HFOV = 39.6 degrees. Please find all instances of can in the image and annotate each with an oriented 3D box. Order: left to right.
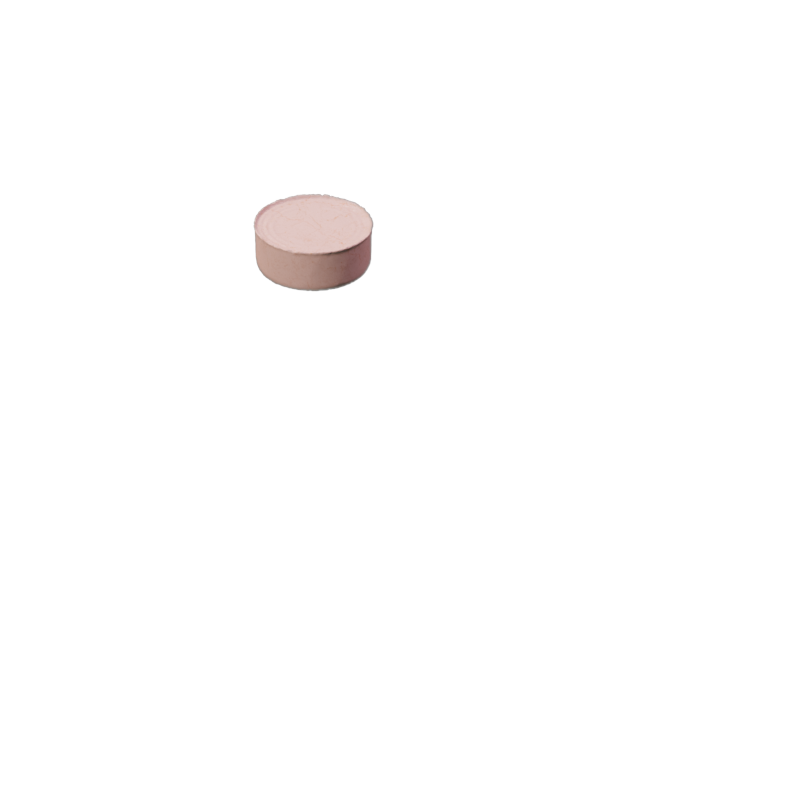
[{"bbox_3d":[-0.063,-0.115,0.802,0.086,0.031,0.092,-1,36,-2],"label":"can"}]
